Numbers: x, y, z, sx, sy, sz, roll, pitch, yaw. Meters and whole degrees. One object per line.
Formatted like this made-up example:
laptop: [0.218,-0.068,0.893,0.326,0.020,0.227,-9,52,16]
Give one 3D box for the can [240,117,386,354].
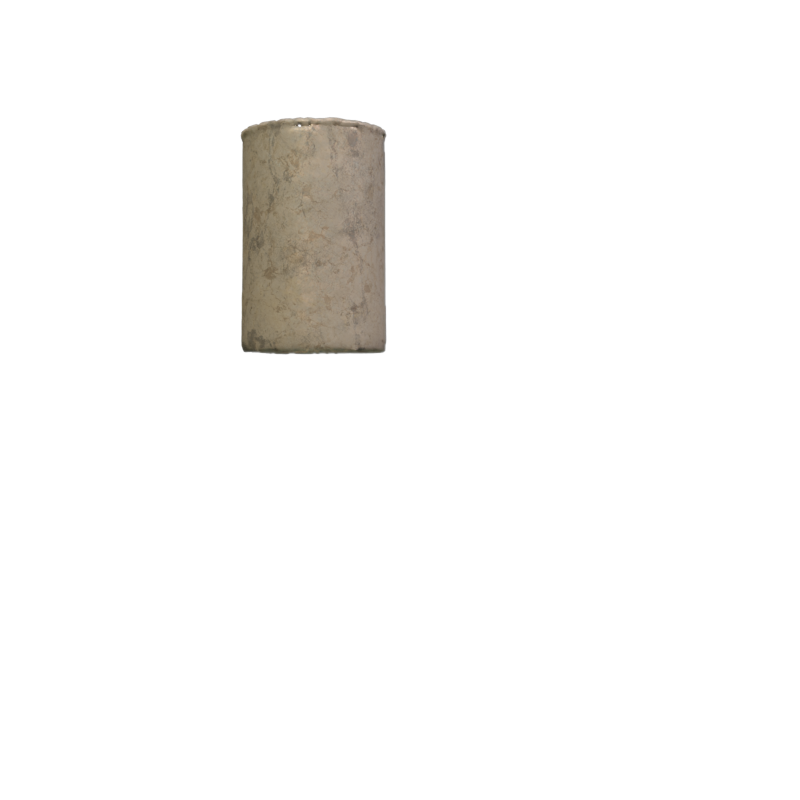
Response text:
can: [-0.040,-0.073,0.511,0.068,0.104,0.068,0,-4,-2]
